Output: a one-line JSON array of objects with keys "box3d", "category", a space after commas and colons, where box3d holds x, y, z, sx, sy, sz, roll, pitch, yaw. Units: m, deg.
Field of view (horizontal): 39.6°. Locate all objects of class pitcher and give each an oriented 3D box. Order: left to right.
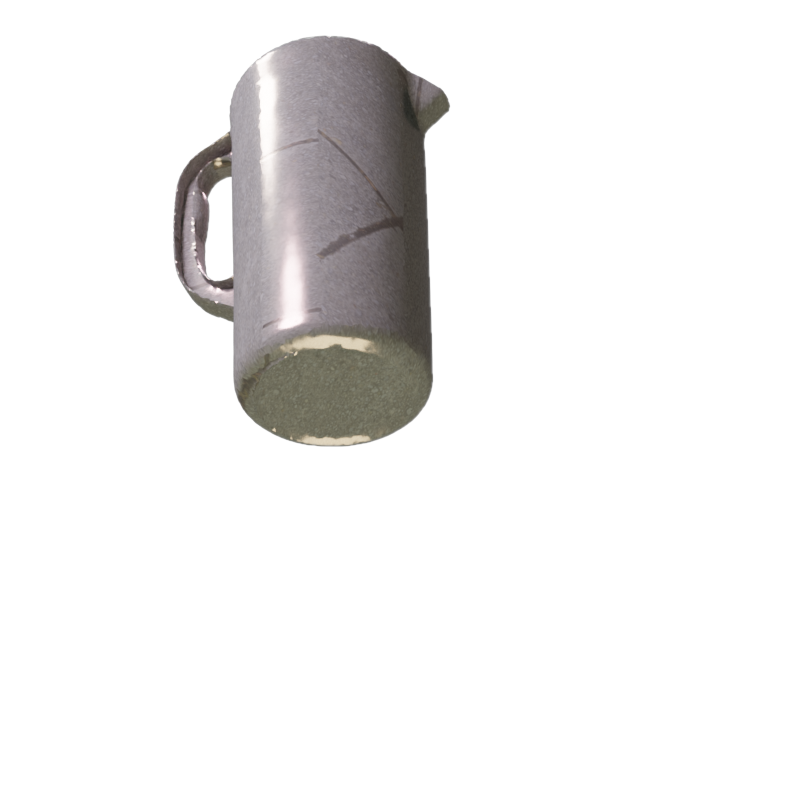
[{"box3d": [-0.053, -0.097, 0.677, 0.139, 0.261, 0.144, 17, -44, -22], "category": "pitcher"}]
